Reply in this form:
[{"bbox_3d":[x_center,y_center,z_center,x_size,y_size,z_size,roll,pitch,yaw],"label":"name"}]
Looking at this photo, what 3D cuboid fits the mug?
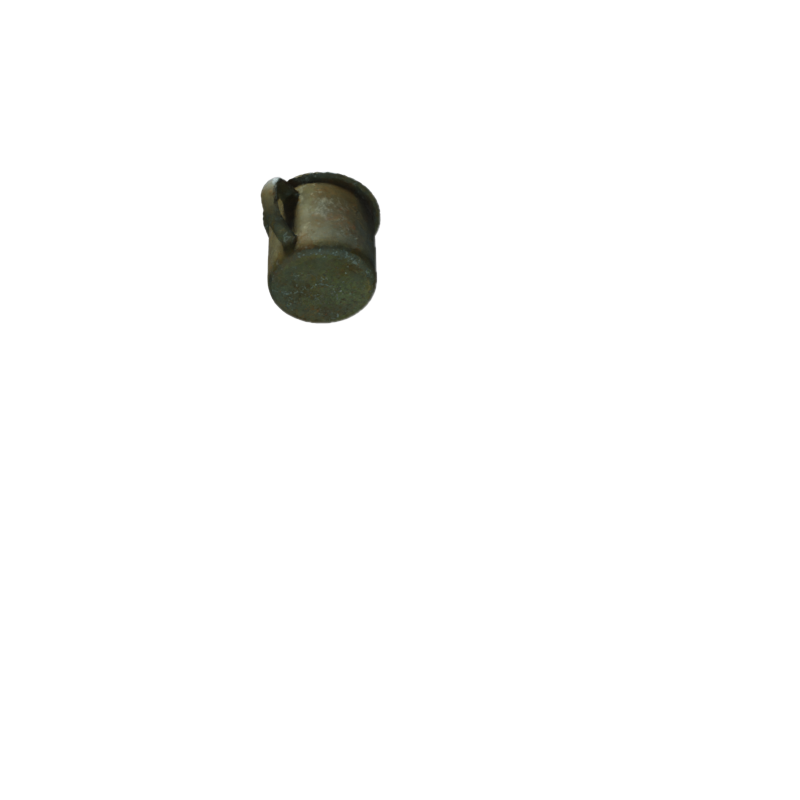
[{"bbox_3d":[-0.066,-0.119,0.837,0.093,0.087,0.109,-24,-49,21],"label":"mug"}]
